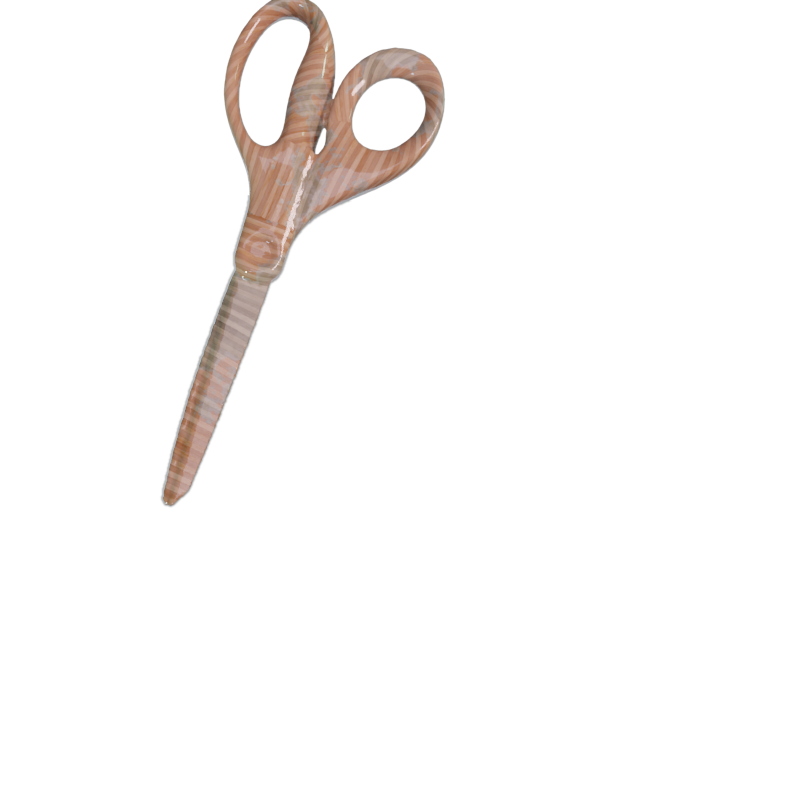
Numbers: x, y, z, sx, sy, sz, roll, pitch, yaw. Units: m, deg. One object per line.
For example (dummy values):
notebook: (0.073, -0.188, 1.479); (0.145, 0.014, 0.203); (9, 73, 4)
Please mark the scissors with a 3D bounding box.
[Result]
scissors: (-0.033, -0.060, 0.421); (0.096, 0.209, 0.015); (2, -15, 1)
